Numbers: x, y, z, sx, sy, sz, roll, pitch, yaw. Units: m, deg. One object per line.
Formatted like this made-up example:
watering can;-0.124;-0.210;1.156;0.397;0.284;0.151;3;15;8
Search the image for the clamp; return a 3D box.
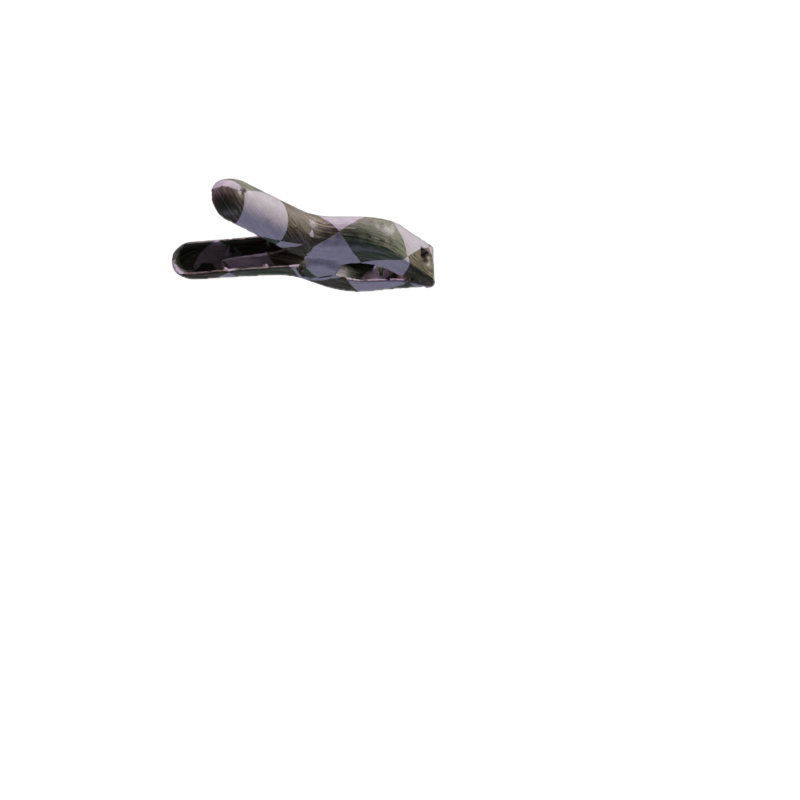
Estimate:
clamp;-0.055;-0.100;0.700;0.169;0.041;0.118;2;-11;-11
